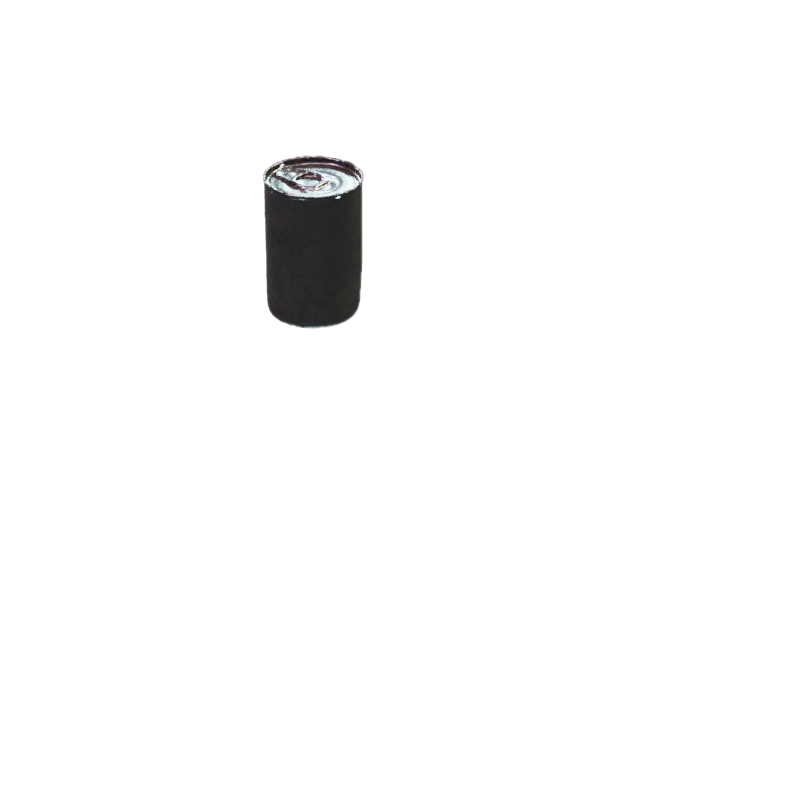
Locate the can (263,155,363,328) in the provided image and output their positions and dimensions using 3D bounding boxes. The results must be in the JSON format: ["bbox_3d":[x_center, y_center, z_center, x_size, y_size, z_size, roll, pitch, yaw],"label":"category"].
[{"bbox_3d":[-0.060,-0.110,0.769,0.068,0.096,0.073,0,31,-3],"label":"can"}]
